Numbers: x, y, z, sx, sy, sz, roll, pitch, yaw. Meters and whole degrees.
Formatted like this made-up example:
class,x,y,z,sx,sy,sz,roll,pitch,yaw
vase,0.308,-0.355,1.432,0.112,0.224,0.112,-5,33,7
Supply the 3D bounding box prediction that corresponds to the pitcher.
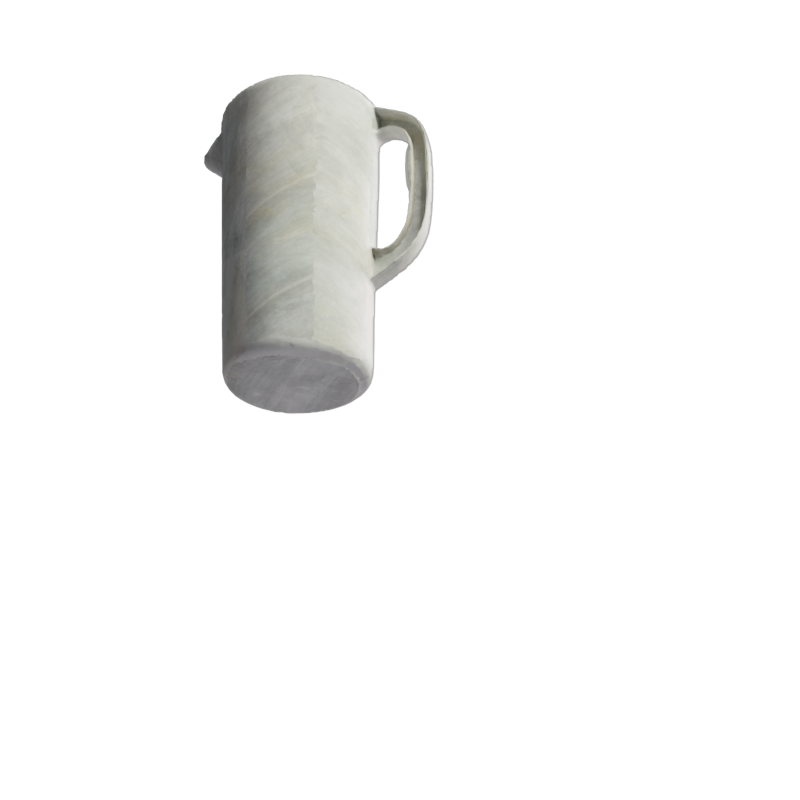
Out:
class,x,y,z,sx,sy,sz,roll,pitch,yaw
pitcher,-0.066,-0.121,0.845,0.138,0.259,0.146,16,-35,-28
